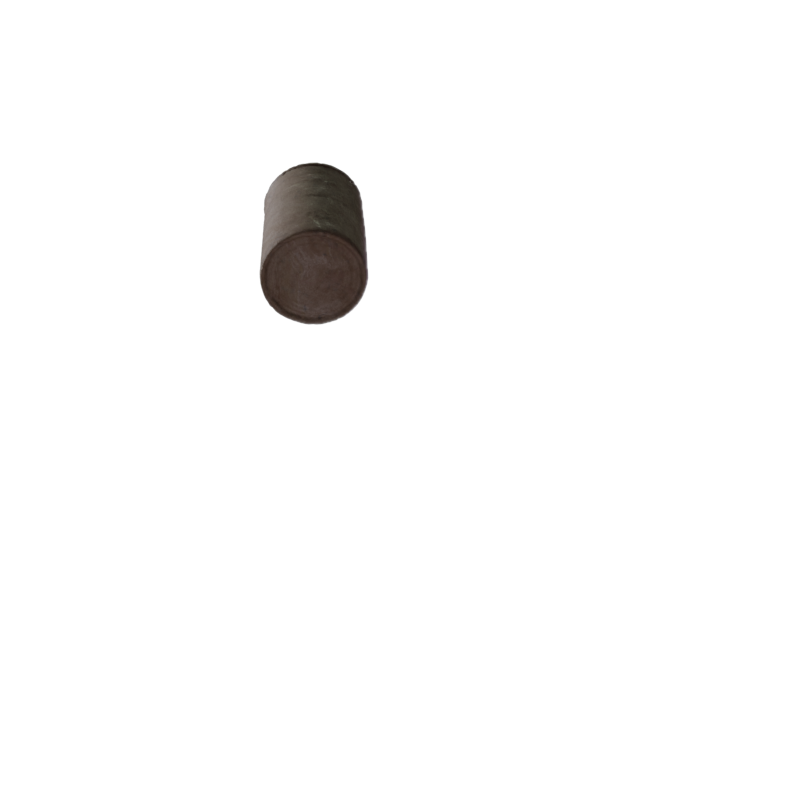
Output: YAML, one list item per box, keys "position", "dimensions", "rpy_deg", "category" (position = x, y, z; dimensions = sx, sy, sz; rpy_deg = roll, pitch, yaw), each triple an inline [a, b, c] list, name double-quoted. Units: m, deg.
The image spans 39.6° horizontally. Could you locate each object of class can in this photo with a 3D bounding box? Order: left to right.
- position: [-0.056, -0.102, 0.717]
  dimensions: [0.068, 0.064, 0.109]
  rpy_deg: [-1, 32, -3]
  category: "can"
